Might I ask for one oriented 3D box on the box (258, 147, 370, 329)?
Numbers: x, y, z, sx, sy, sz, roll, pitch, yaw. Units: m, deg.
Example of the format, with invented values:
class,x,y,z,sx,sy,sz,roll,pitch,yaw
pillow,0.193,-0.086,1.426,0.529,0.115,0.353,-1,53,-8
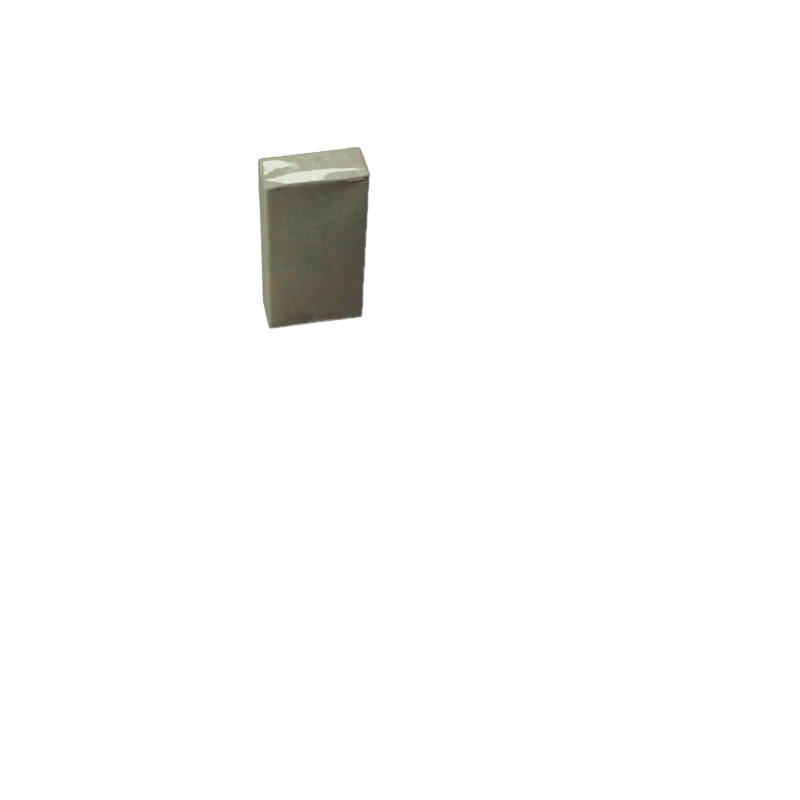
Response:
class,x,y,z,sx,sy,sz,roll,pitch,yaw
box,-0.078,-0.142,0.996,0.092,0.052,0.164,-8,-39,-10
